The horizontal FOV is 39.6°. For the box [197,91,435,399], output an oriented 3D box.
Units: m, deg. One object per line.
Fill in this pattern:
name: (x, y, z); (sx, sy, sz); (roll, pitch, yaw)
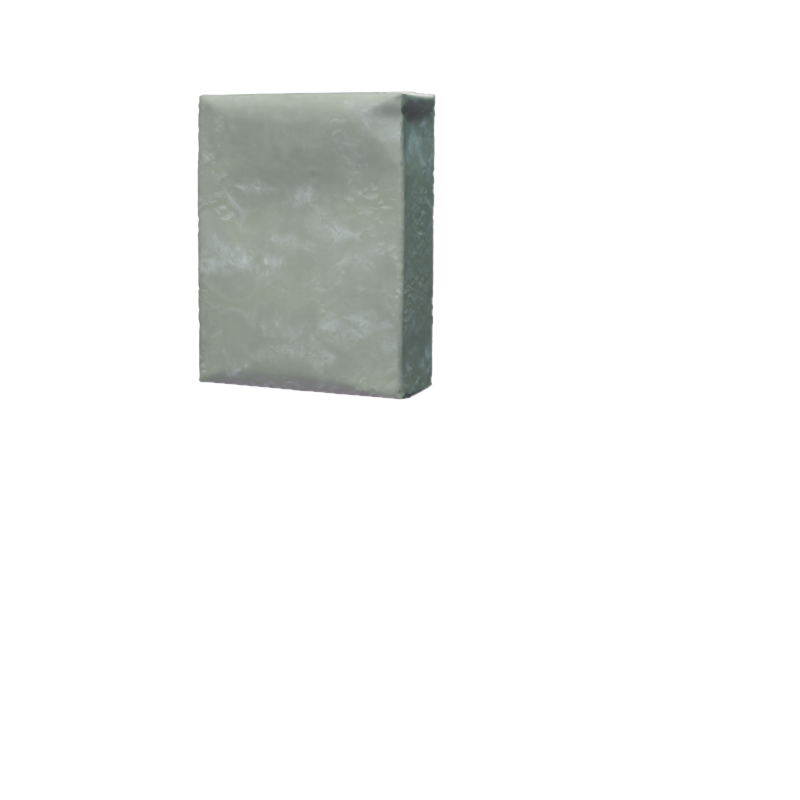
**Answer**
box: (-0.063, -0.115, 0.802); (0.169, 0.211, 0.070); (4, 7, 24)
